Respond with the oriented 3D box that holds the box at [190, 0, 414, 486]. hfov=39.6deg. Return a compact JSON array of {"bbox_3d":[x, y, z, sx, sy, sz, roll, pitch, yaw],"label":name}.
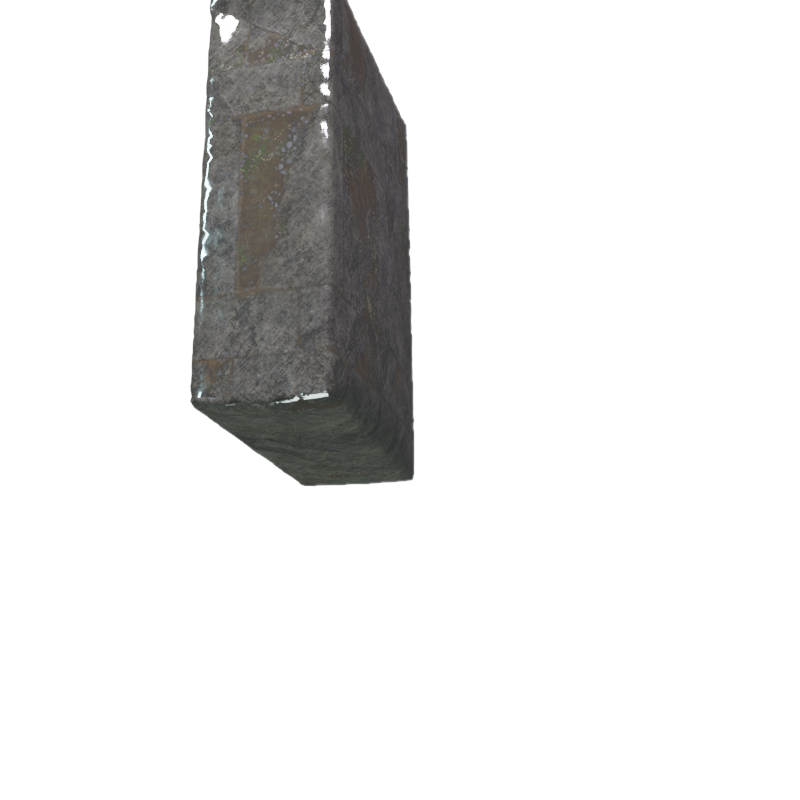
[{"bbox_3d":[-0.043,-0.079,0.555,0.073,0.225,0.154,-7,-21,12],"label":"box"}]
